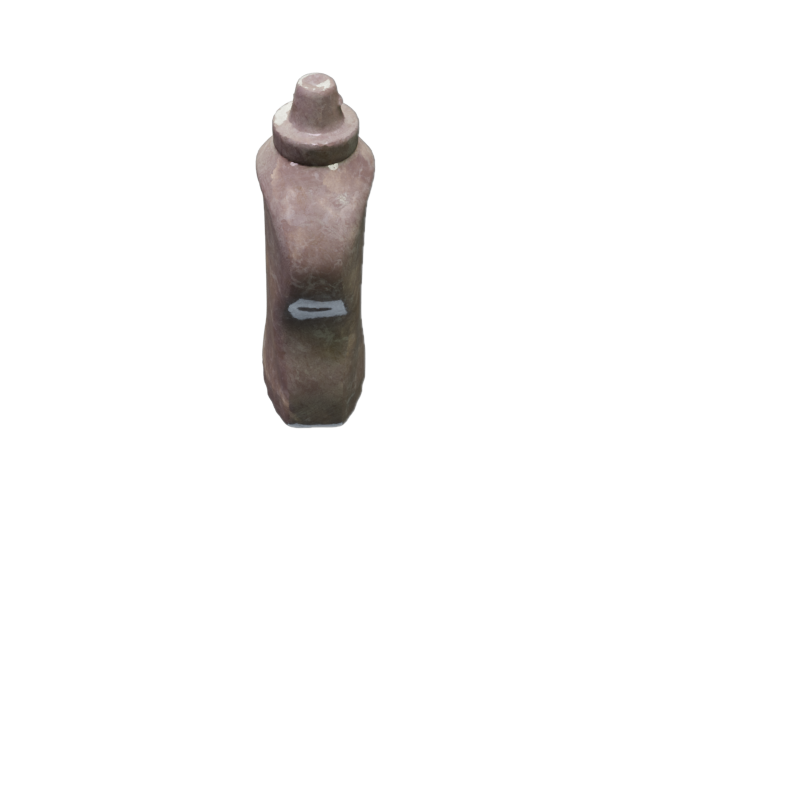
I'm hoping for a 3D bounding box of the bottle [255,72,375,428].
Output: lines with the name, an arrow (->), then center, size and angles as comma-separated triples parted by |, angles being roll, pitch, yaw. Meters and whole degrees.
bottle -> -0.044, -0.081, 0.566 | 0.058, 0.179, 0.103 | 1, 44, -4
